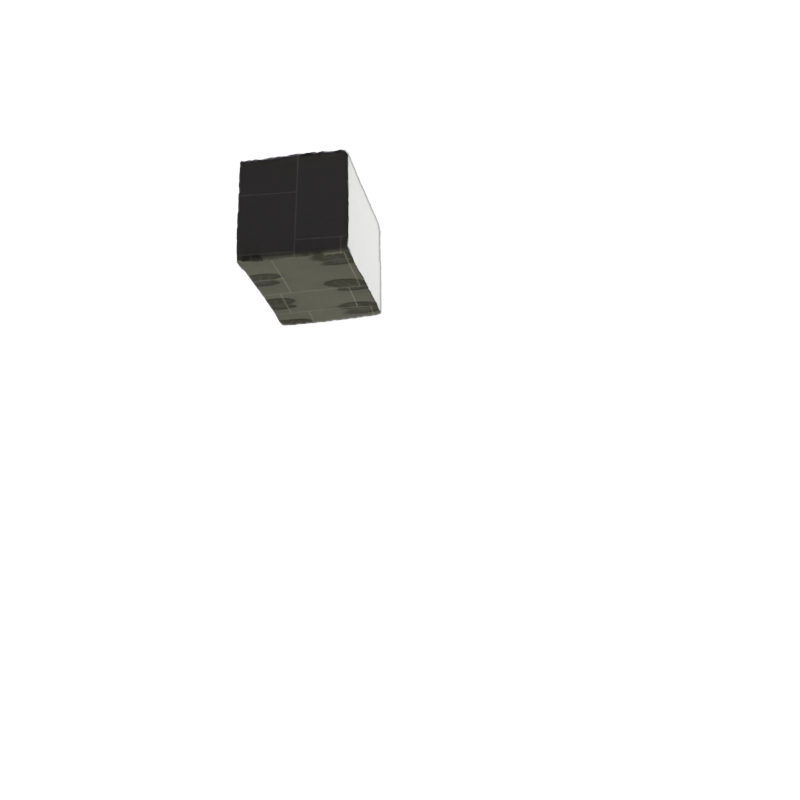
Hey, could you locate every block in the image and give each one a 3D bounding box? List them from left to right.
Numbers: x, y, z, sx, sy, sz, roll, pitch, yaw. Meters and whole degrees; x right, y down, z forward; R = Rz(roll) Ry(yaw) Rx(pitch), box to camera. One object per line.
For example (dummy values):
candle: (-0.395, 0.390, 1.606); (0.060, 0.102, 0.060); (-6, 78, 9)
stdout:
block: (-0.041, -0.075, 0.522); (0.053, 0.054, 0.073); (-5, -22, 10)
